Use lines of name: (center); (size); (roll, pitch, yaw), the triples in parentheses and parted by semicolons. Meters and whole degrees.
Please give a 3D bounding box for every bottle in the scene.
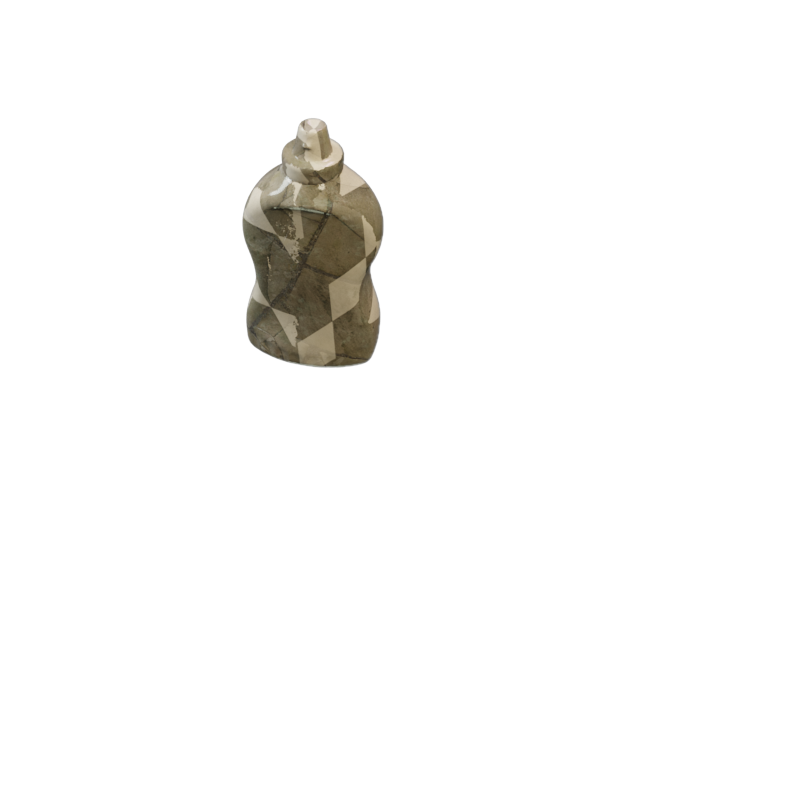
bottle: (-0.060, -0.109, 0.768); (0.098, 0.179, 0.061); (11, 42, 9)
